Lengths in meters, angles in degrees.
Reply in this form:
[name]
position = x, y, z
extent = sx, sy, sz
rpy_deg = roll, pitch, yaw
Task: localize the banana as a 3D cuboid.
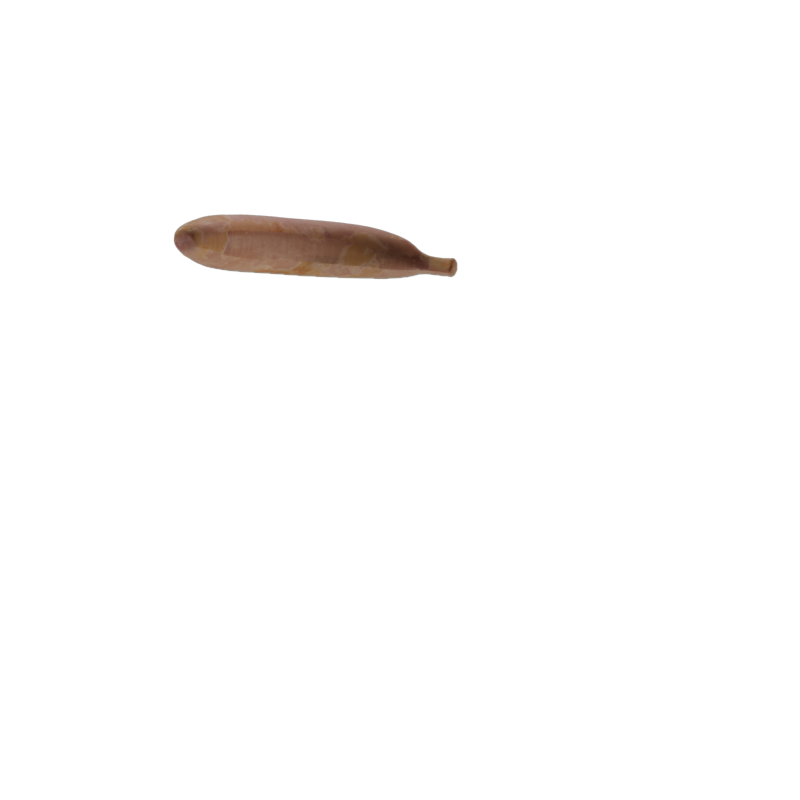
[banana]
position = -0.061, -0.098, 0.700
extent = 0.191, 0.037, 0.072
rpy_deg = -1, 0, -32
